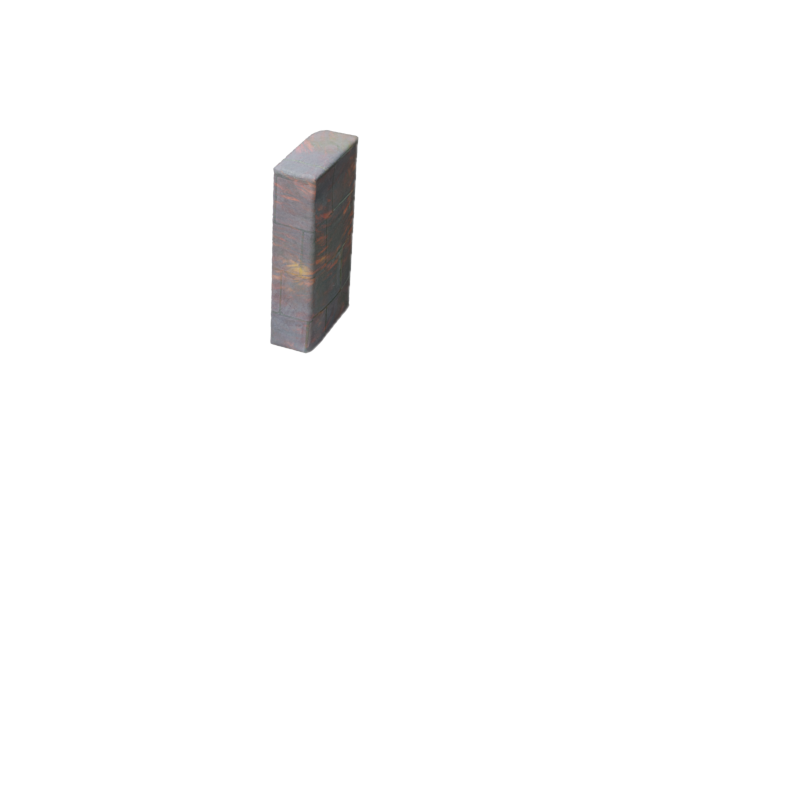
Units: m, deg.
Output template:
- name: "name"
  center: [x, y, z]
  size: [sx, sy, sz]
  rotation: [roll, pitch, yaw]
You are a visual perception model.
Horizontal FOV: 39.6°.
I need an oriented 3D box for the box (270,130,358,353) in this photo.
- name: "box"
  center: [-0.076, -0.138, 0.966]
  size: [0.050, 0.166, 0.096]
  rotation: [13, 33, 17]
